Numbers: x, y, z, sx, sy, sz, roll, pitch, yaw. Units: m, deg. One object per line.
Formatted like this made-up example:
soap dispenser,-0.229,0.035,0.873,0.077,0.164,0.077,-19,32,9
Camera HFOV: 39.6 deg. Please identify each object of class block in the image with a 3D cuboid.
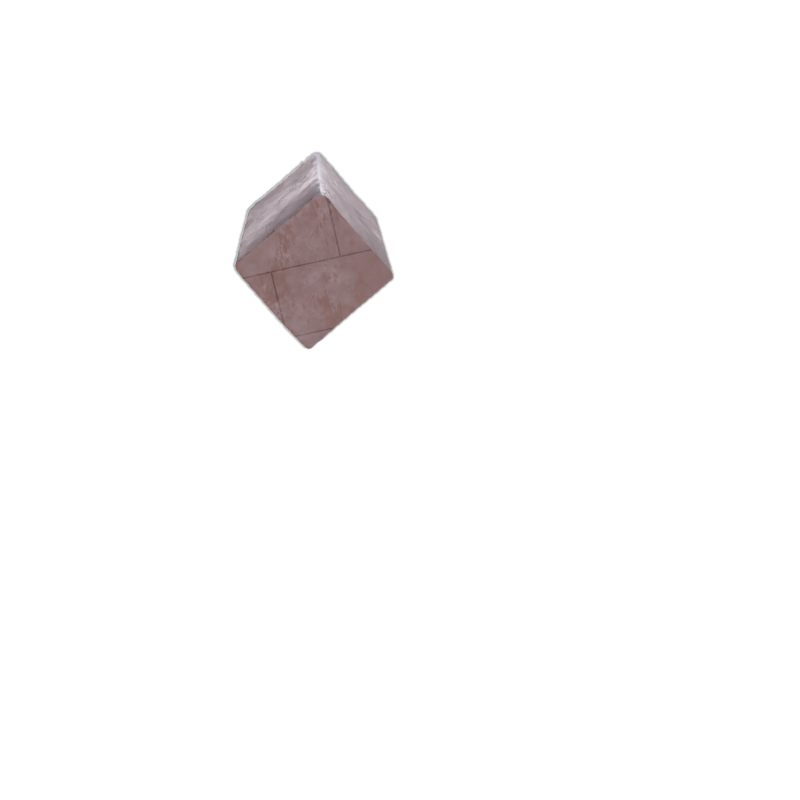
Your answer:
block,-0.074,-0.134,0.933,0.090,0.087,0.215,-39,17,10
